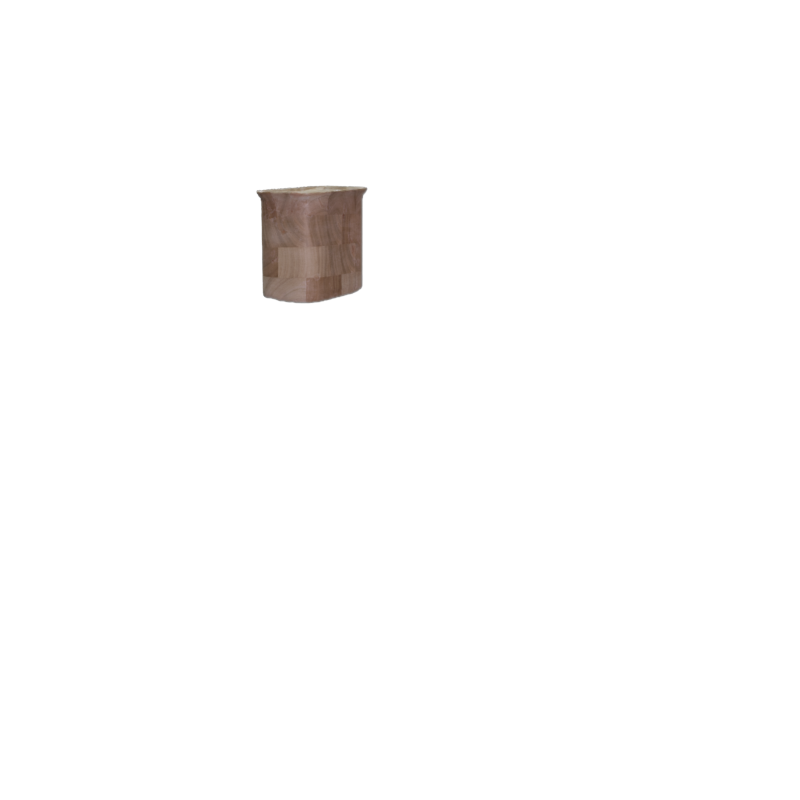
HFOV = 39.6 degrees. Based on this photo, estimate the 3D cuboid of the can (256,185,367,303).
[{"bbox_3d":[-0.068,-0.123,0.865,0.059,0.082,0.100,4,11,26],"label":"can"}]
